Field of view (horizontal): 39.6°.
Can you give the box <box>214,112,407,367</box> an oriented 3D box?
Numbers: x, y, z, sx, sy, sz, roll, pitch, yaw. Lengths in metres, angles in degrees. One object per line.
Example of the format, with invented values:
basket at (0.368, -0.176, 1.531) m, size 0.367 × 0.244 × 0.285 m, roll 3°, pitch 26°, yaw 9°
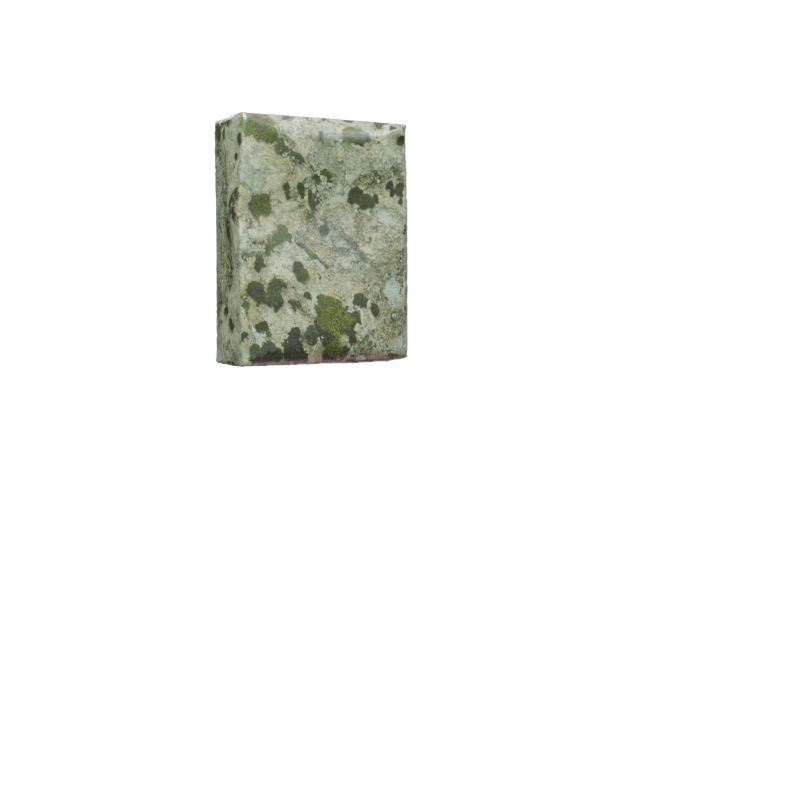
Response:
box at (-0.076, -0.139, 0.976) m, size 0.159 × 0.215 × 0.074 m, roll 0°, pitch -1°, yaw -27°
